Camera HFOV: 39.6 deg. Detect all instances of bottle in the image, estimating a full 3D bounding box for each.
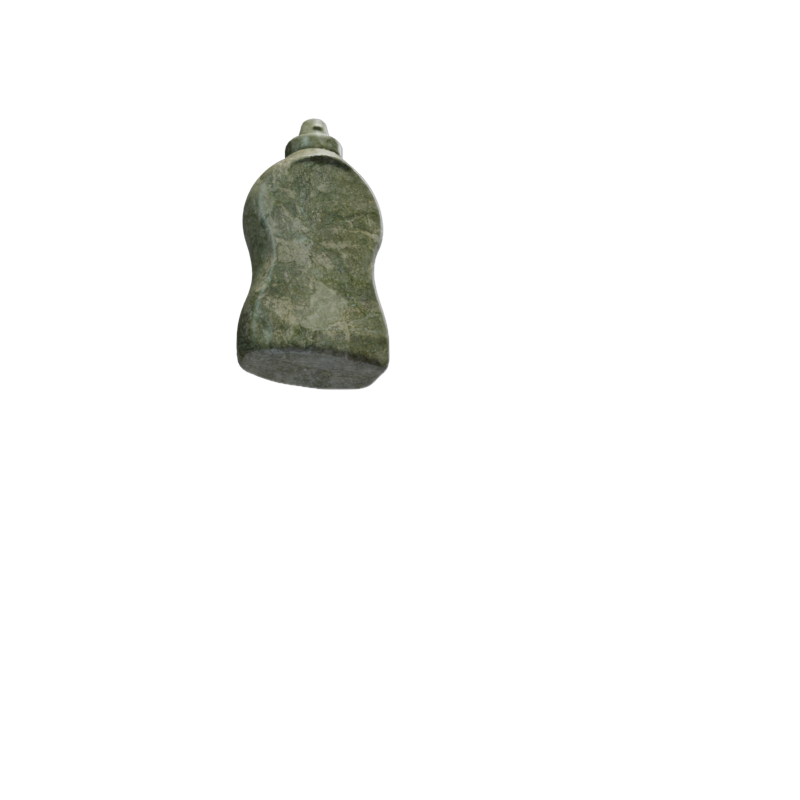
[{"bbox_3d":[-0.058,-0.106,0.744,0.093,0.204,0.056,8,-30,-18],"label":"bottle"}]
